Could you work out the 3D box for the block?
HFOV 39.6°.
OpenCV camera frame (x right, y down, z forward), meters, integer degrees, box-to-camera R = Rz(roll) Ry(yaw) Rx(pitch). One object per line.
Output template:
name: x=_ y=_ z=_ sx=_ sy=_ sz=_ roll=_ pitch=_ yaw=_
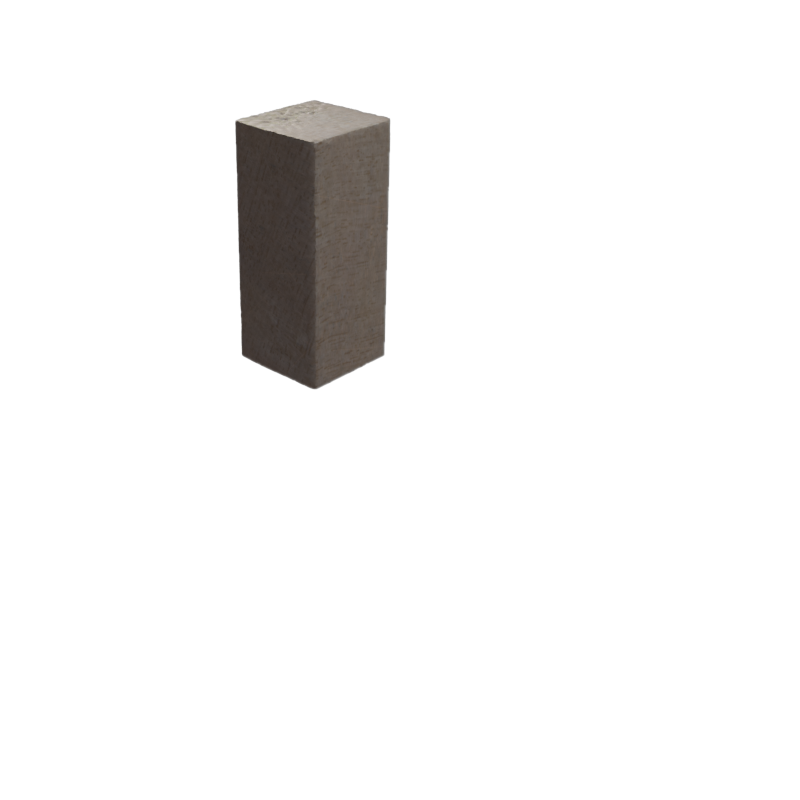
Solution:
block: x=-0.070 y=-0.128 z=0.899 sx=0.096 sy=0.196 sz=0.090 roll=21 pitch=30 yaw=38
